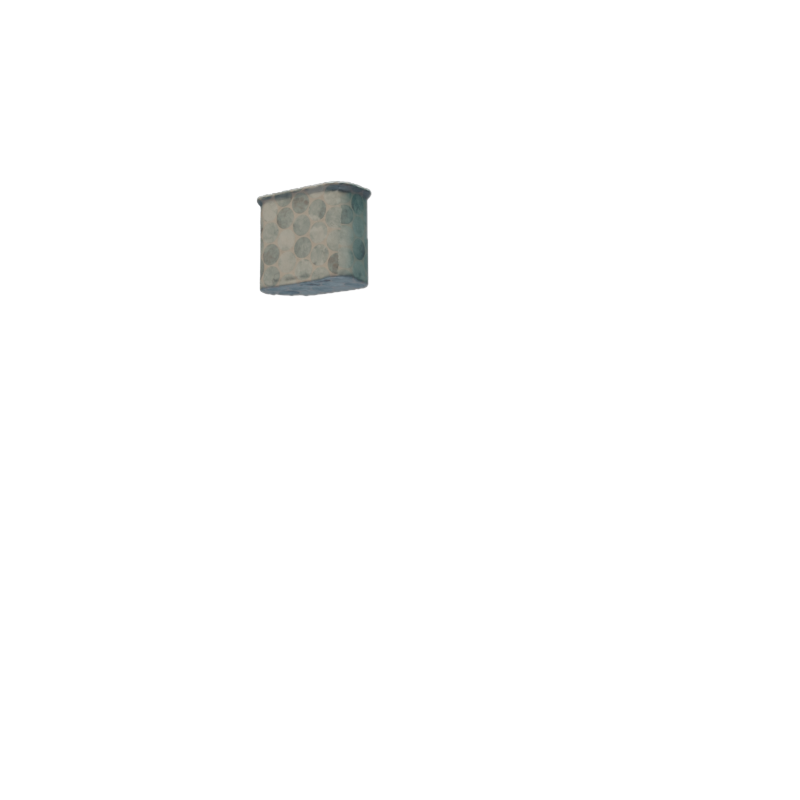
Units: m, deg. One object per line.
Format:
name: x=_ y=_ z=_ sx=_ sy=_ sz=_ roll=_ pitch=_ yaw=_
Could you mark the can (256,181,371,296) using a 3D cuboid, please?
can: x=-0.075 y=-0.137 z=0.960 sx=0.105 sy=0.086 sz=0.054 roll=-6 pitch=-12 yaw=34
